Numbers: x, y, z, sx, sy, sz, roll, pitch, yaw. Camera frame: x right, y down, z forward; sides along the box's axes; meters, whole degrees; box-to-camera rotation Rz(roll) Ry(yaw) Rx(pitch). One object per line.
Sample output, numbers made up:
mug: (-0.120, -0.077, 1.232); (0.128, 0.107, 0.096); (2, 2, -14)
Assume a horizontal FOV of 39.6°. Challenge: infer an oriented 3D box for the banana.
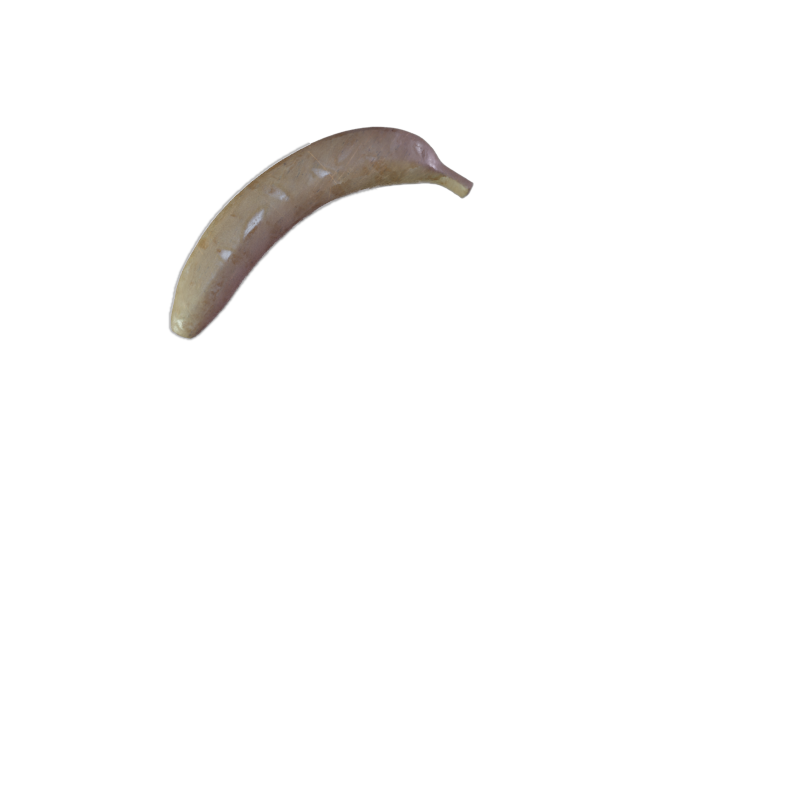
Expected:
banana: (-0.056, -0.109, 0.643); (0.198, 0.072, 0.035); (-29, -13, -8)
